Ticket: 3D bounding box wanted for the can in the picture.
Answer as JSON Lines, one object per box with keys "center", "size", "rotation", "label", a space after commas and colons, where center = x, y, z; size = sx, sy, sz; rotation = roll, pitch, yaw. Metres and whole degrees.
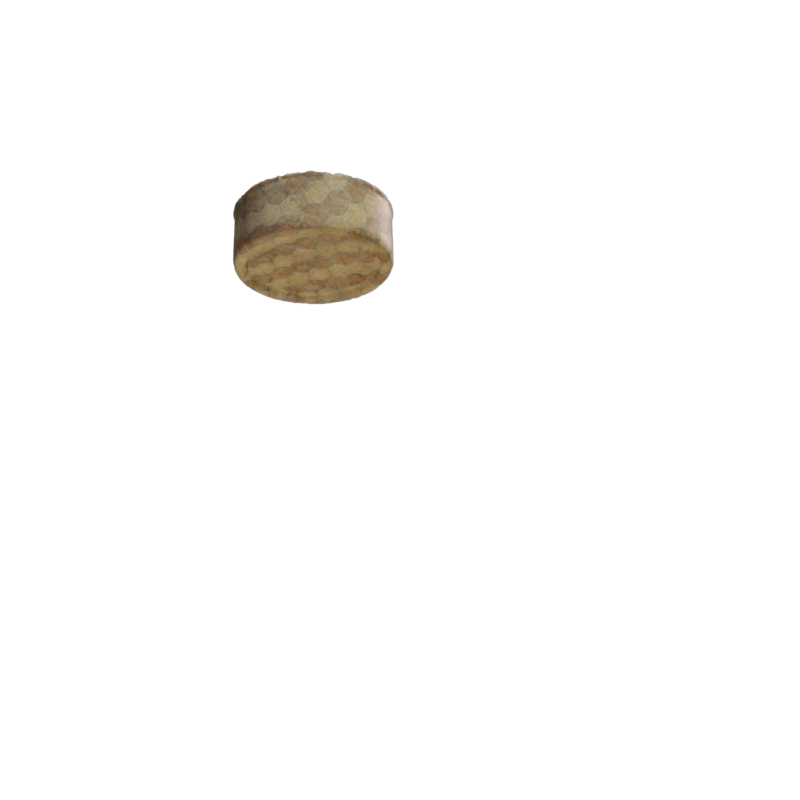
{"center": [-0.046, -0.084, 0.586], "size": [0.086, 0.036, 0.081], "rotation": [1, -25, -2], "label": "can"}
